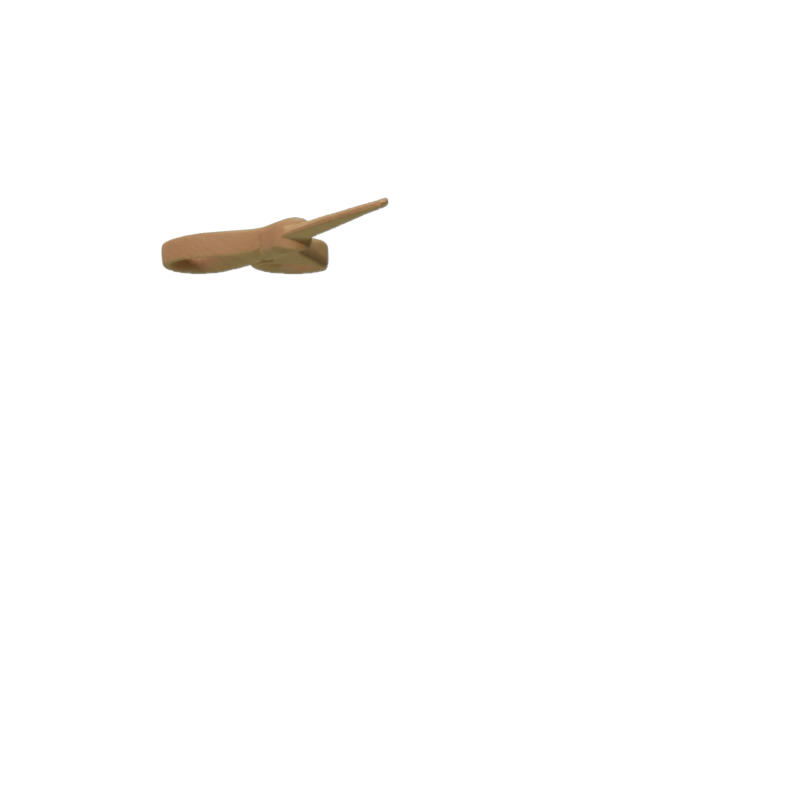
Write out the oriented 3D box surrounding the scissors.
[{"bbox_3d":[-0.042,-0.076,0.534,0.092,0.016,0.208,0,0,-41],"label":"scissors"}]
